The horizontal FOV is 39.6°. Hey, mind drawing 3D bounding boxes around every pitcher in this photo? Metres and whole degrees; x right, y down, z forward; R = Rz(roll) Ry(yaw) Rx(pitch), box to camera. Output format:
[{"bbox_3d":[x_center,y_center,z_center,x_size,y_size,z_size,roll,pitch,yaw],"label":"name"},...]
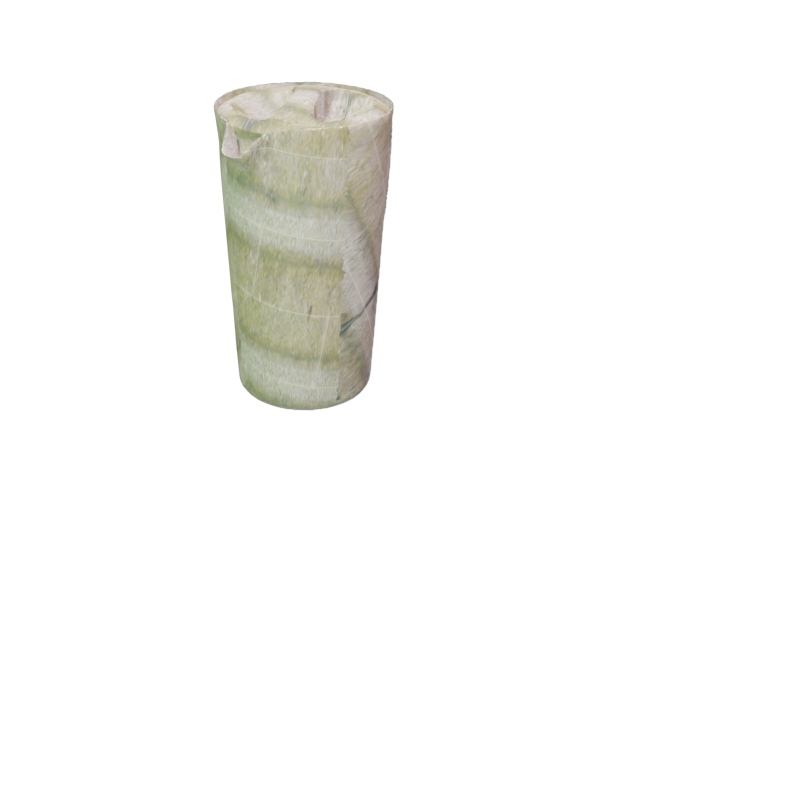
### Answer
[{"bbox_3d":[-0.068,-0.124,0.871,0.147,0.230,0.155,-4,26,-11],"label":"pitcher"}]
